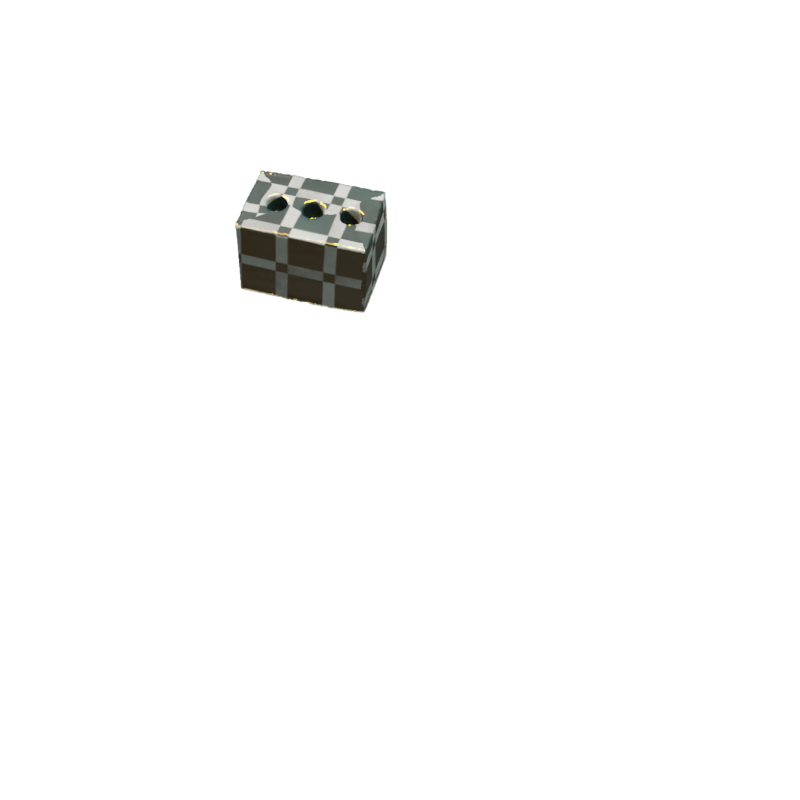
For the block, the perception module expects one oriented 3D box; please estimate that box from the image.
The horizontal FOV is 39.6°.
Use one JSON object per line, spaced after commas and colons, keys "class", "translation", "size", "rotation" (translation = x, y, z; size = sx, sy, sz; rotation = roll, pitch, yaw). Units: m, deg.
{"class": "block", "translation": [-0.050, -0.092, 0.642], "size": [0.079, 0.056, 0.048], "rotation": [11, -43, 9]}
